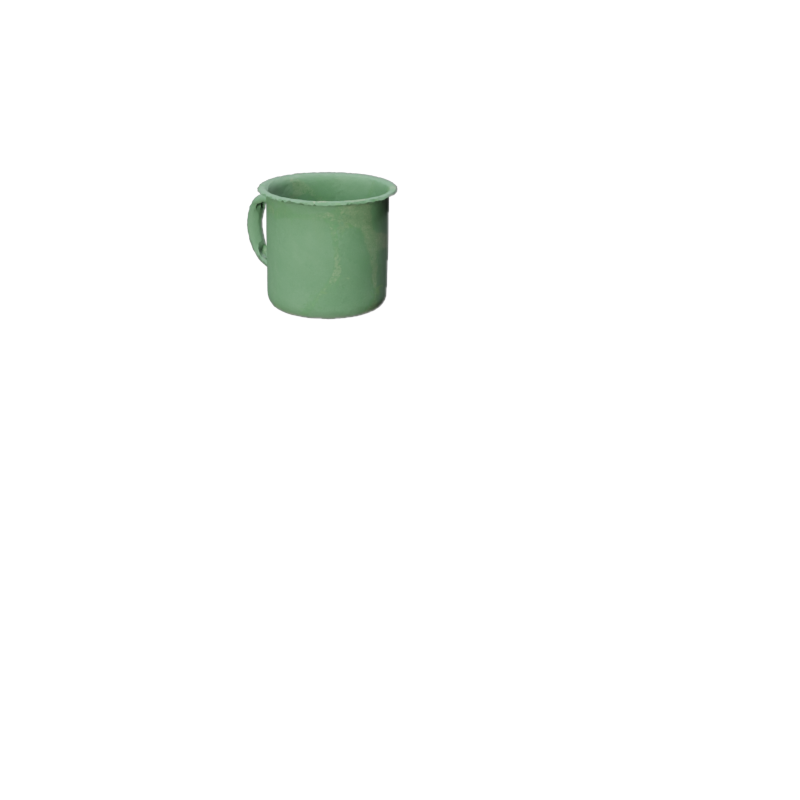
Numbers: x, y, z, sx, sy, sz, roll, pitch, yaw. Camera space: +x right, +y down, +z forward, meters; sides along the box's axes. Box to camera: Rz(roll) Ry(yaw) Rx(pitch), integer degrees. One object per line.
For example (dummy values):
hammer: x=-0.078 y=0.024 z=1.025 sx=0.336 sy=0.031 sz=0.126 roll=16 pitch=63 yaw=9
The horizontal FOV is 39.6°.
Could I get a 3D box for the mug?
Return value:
mug: x=-0.059 y=-0.108 z=0.753 sx=0.123 sy=0.078 sz=0.092 roll=15 pitch=25 yaw=33
